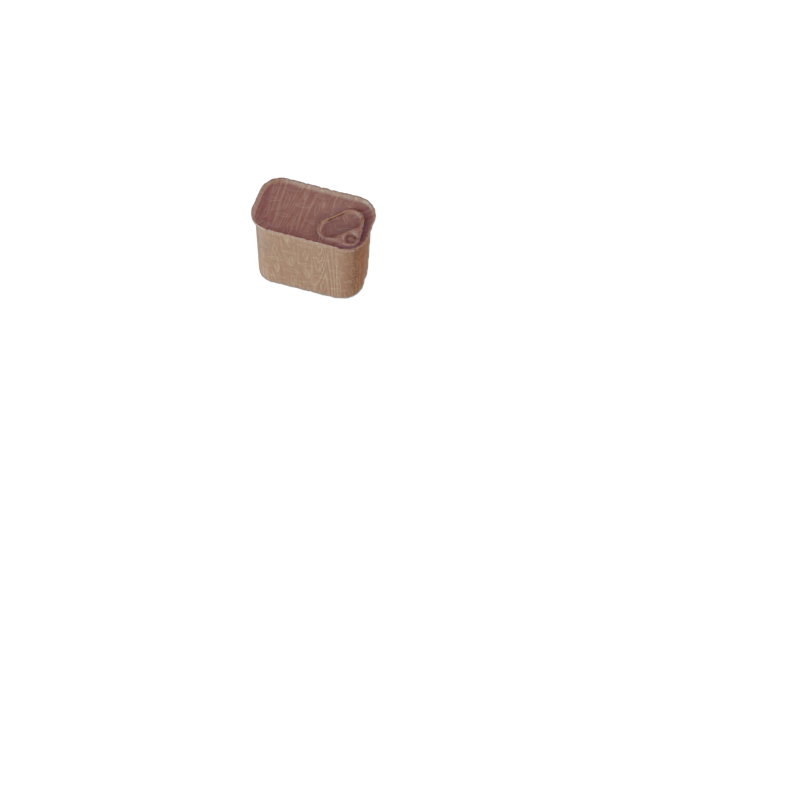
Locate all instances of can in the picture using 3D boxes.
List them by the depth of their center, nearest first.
[{"bbox_3d":[-0.075,-0.137,0.958,0.104,0.060,0.078,15,-31,8],"label":"can"}]
